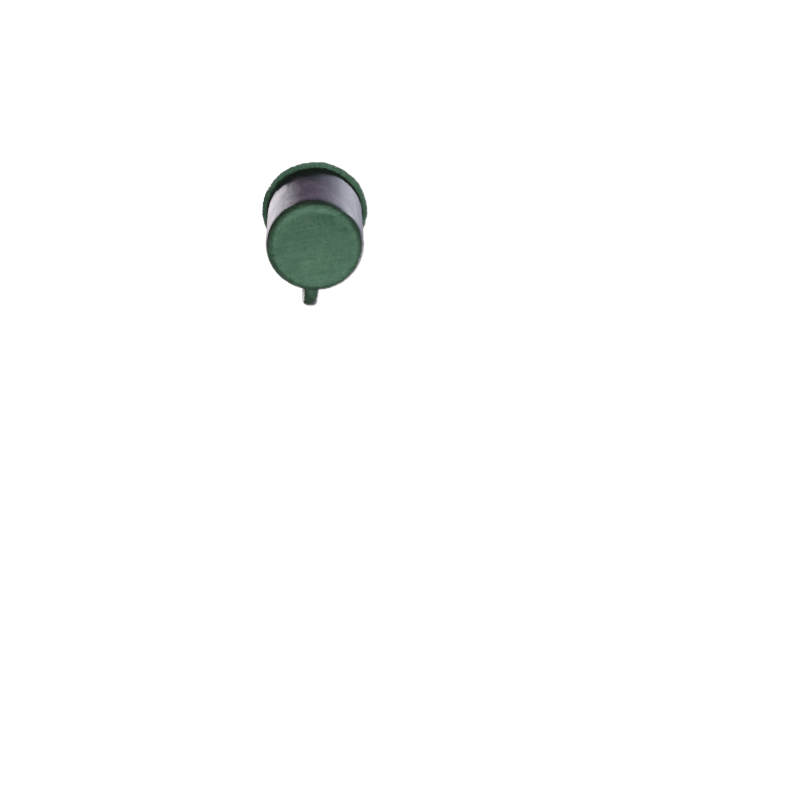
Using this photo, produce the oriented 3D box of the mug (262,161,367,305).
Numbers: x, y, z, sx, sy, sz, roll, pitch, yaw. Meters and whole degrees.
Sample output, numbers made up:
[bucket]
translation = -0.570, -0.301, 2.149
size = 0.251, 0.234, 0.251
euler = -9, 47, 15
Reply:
[mug]
translation = -0.074, -0.136, 0.951
size = 0.093, 0.111, 0.086
euler = 6, 27, -5
